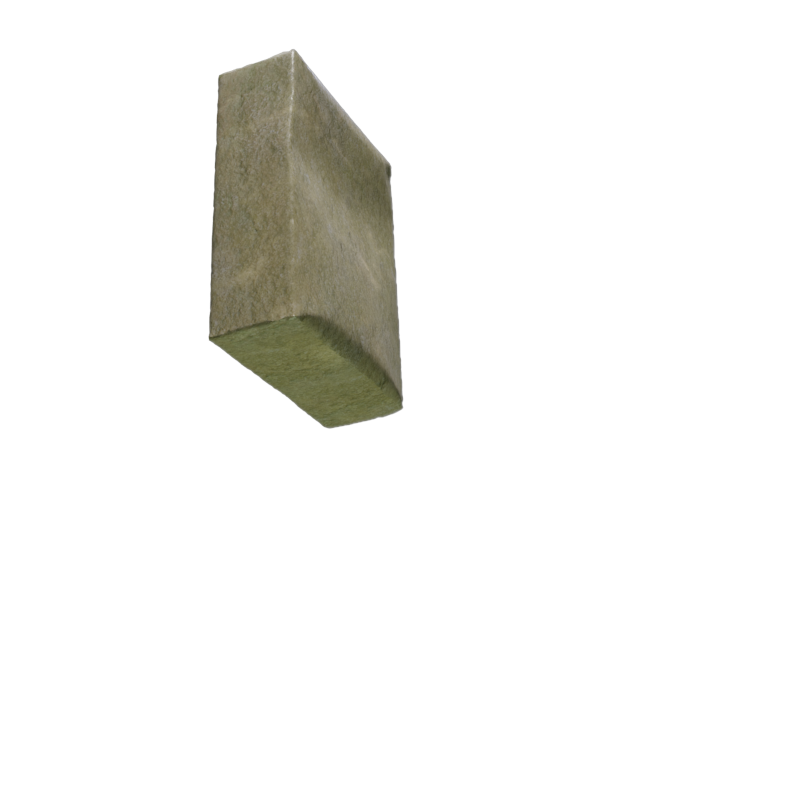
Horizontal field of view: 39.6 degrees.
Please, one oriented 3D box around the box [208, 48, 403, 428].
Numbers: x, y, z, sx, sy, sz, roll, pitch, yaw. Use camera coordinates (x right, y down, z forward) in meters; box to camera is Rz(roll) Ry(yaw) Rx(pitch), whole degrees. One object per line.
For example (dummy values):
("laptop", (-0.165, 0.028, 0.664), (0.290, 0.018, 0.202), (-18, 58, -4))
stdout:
("box", (-0.061, -0.111, 0.775), (0.073, 0.228, 0.152), (-15, -31, 22))
